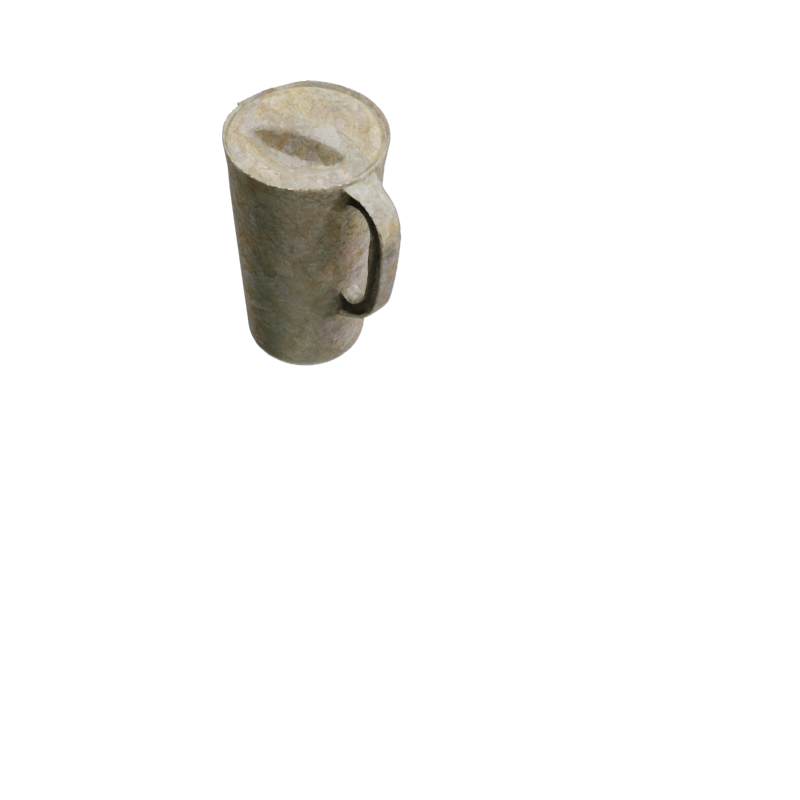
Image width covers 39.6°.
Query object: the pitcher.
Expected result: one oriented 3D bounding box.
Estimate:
[{"bbox_3d":[-0.074,-0.135,0.947,0.145,0.159,0.226,4,-40,0],"label":"pitcher"}]
